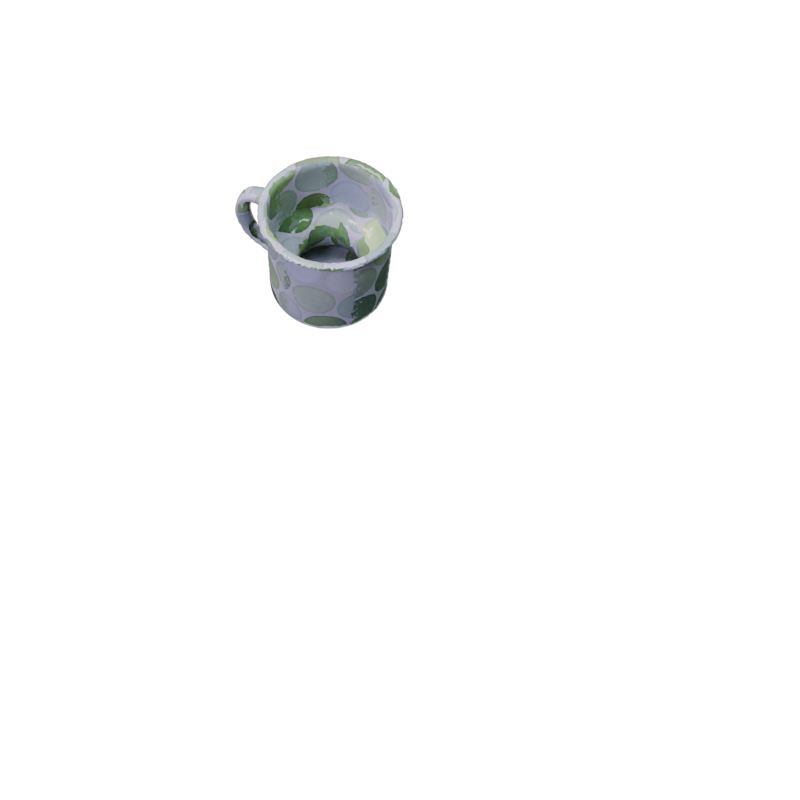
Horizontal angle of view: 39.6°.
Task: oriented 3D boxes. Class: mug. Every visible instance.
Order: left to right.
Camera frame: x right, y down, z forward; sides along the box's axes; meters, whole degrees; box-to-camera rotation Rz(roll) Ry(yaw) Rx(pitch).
[{"bbox_3d":[-0.058,-0.105,0.738,0.121,0.097,0.076,22,-31,13],"label":"mug"}]
